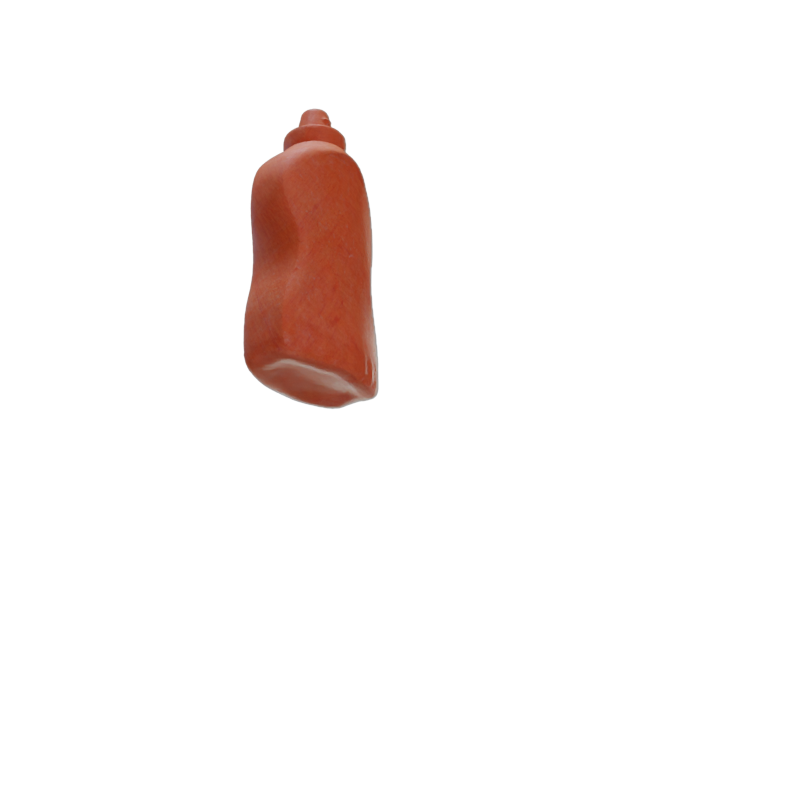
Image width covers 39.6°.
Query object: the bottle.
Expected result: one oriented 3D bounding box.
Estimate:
[{"bbox_3d":[-0.053,-0.098,0.688,0.059,0.203,0.089,-21,-33,32],"label":"bottle"}]
